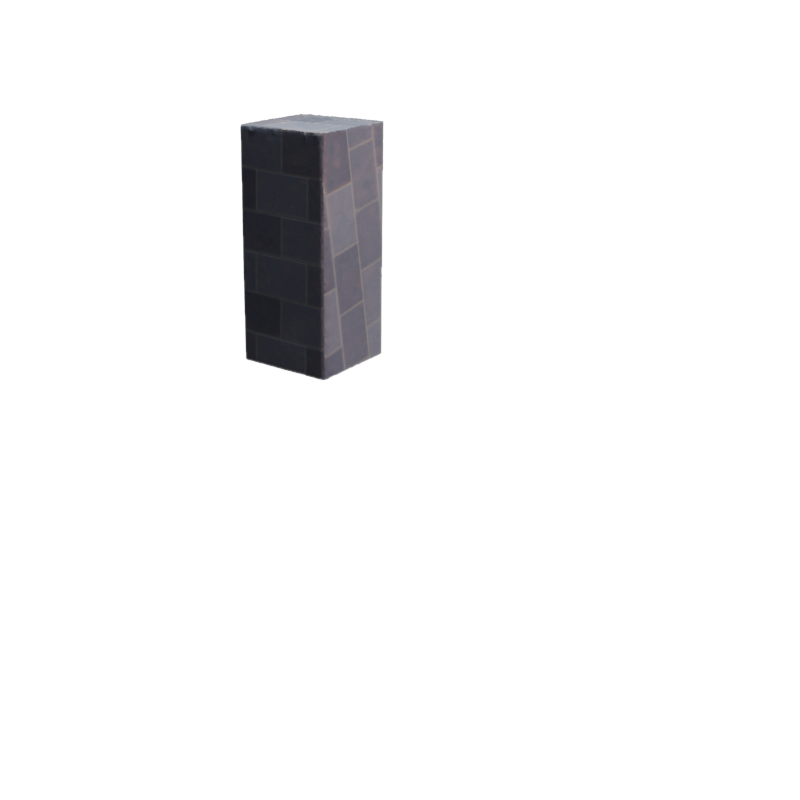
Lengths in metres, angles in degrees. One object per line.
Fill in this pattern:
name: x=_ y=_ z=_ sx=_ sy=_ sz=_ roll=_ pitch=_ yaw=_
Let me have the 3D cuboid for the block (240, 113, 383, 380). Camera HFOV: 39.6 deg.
block: x=-0.075 y=-0.136 z=0.950 sx=0.095 sy=0.199 sz=0.089 roll=12 pitch=19 yaw=33
